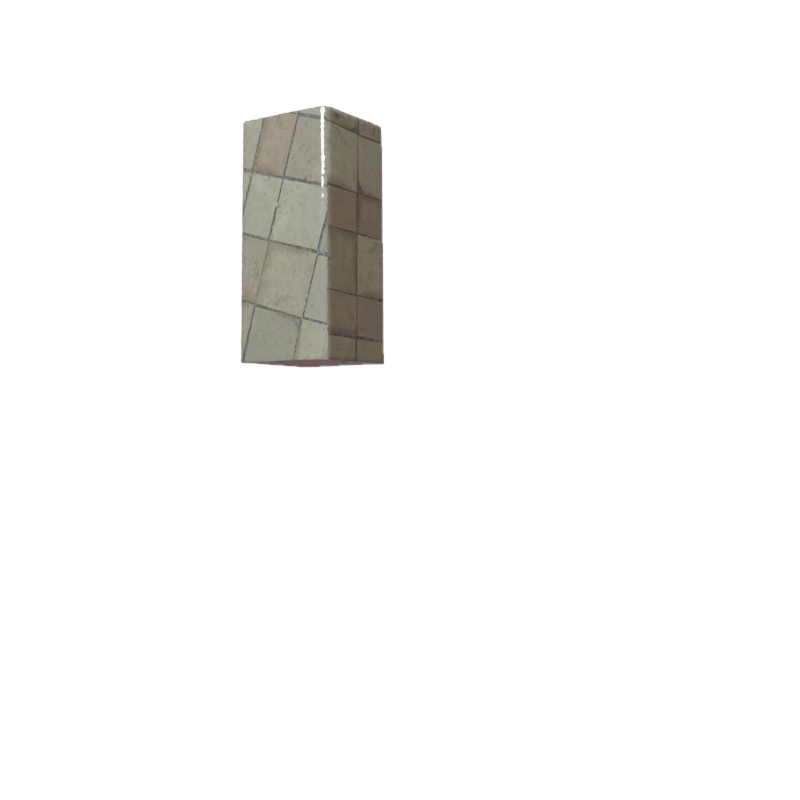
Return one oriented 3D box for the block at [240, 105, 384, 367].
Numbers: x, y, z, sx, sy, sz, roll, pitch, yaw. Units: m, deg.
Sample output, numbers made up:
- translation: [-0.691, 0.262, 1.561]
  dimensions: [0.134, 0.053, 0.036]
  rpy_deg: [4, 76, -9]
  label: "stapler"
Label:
- translation: [-0.073, -0.134, 0.941]
  dimensions: [0.093, 0.211, 0.086]
  rpy_deg: [-6, -10, 33]
  label: "block"
